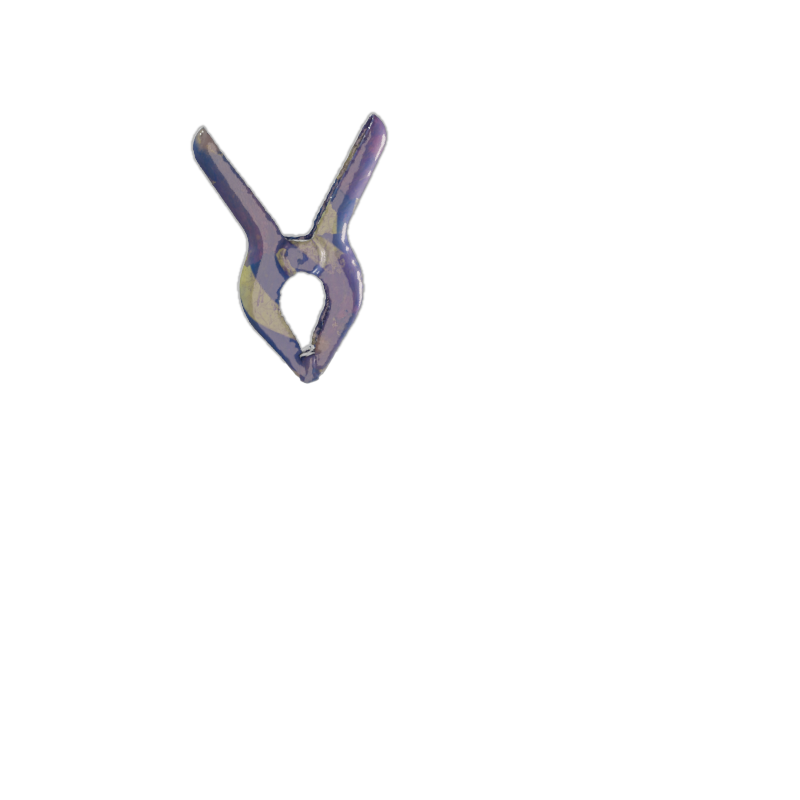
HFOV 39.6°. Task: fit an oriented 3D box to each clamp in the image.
[{"bbox_3d":[-0.055,-0.100,0.699,0.120,0.167,0.040,-12,11,2],"label":"clamp"}]
